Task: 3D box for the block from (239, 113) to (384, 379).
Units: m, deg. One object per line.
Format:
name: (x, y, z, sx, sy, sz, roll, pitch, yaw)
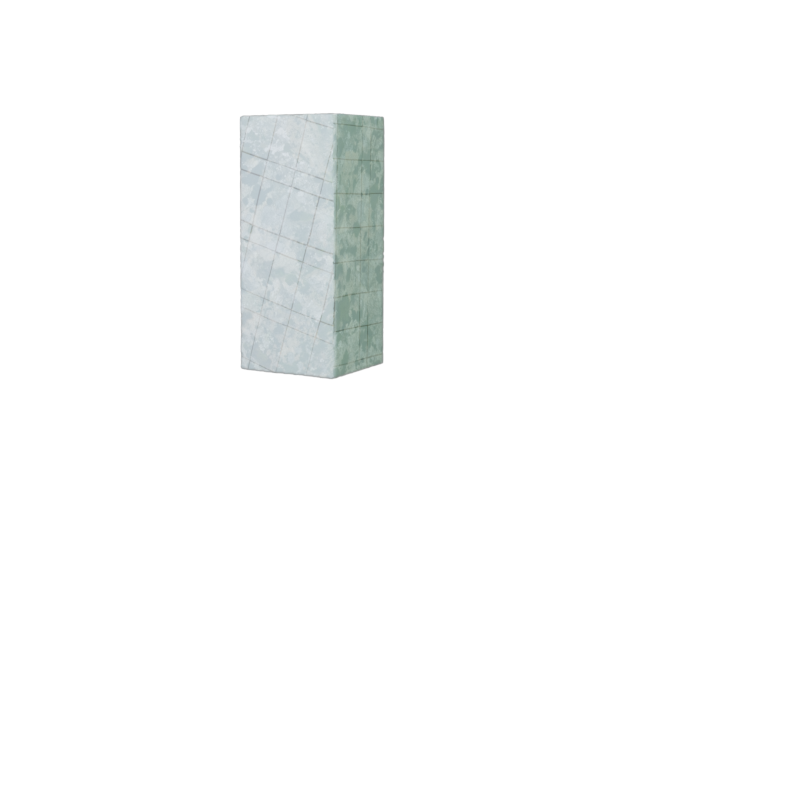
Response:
block: (-0.071, -0.130, 0.910, 0.093, 0.204, 0.088, 3, 6, 29)
